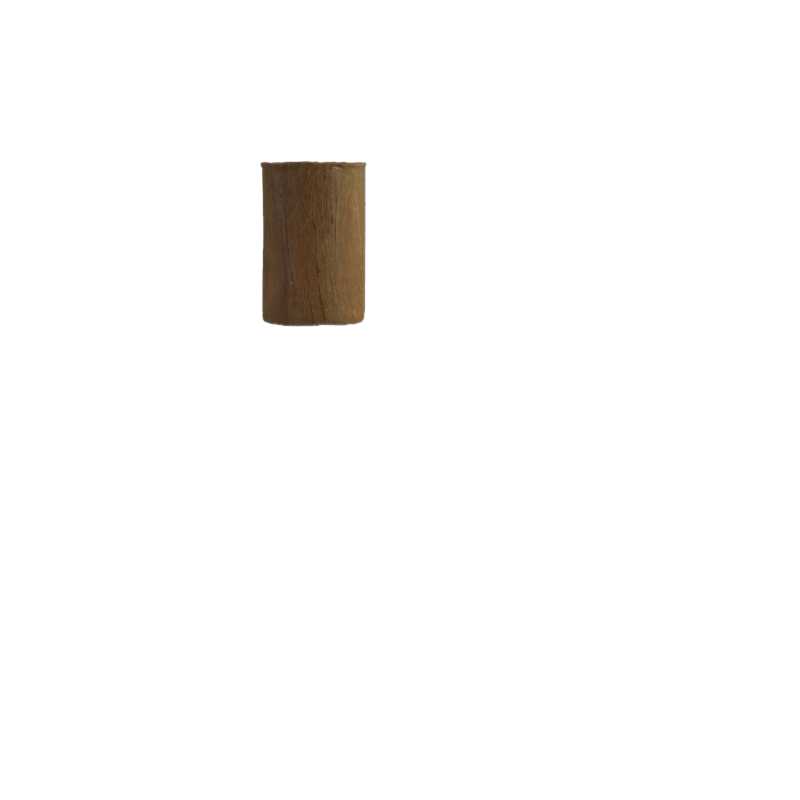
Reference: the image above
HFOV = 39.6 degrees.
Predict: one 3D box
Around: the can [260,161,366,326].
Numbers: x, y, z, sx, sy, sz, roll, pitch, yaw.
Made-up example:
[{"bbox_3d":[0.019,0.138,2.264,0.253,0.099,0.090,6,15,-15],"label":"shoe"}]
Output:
[{"bbox_3d":[-0.056,-0.101,0.710,0.068,0.101,0.069,0,5,-2],"label":"can"}]
